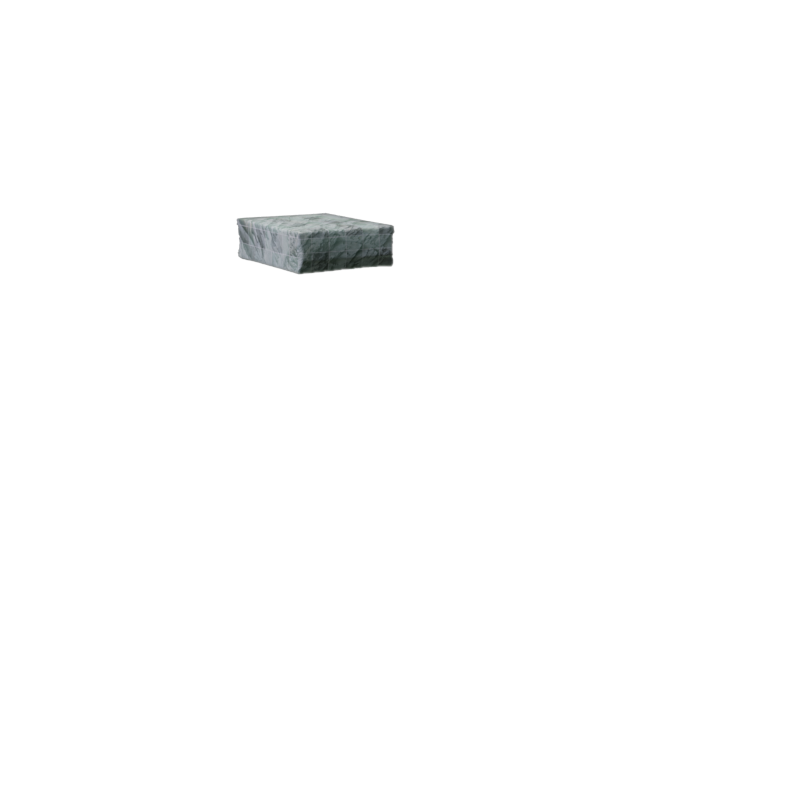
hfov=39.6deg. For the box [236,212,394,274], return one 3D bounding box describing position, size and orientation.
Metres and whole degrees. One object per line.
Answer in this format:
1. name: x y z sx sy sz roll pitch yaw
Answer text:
1. box: -0.072 -0.131 0.918 0.087 0.038 0.119 -7 15 -31
